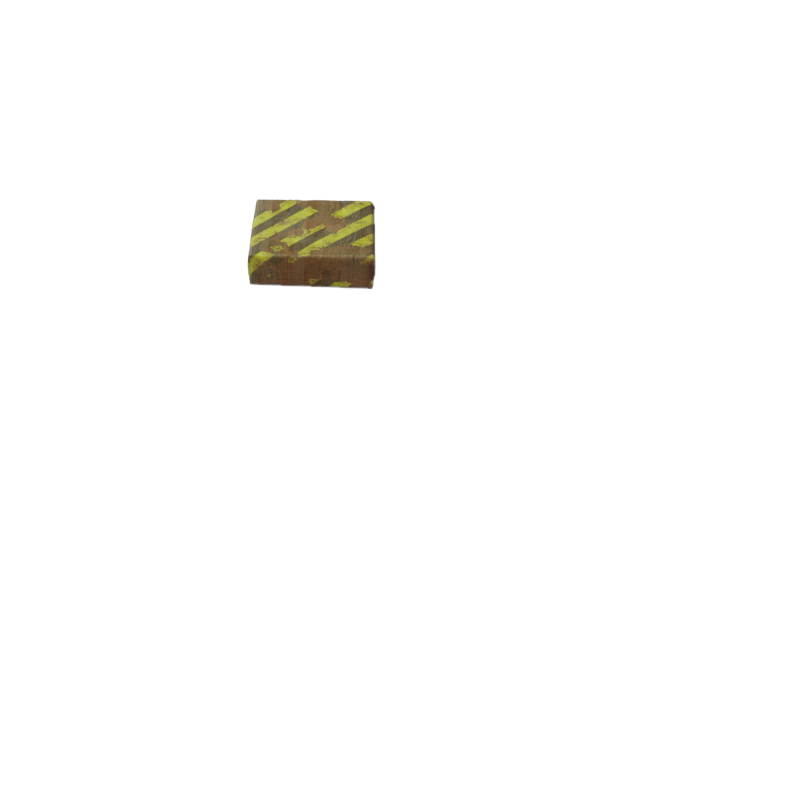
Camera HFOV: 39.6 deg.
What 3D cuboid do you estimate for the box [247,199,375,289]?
[{"bbox_3d":[-0.062,-0.114,0.796,0.089,0.028,0.078,1,39,0],"label":"box"}]
